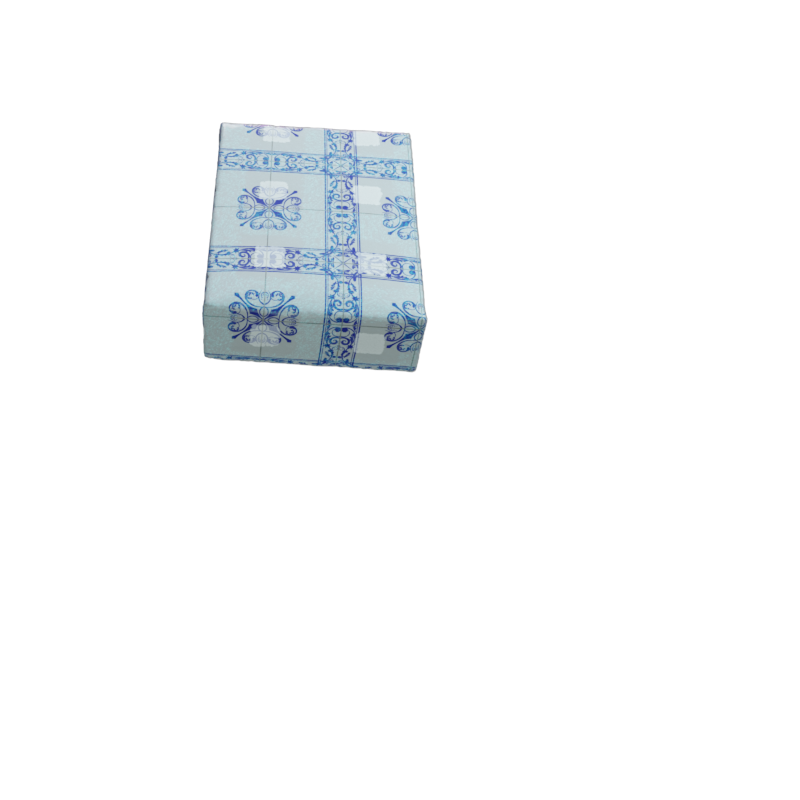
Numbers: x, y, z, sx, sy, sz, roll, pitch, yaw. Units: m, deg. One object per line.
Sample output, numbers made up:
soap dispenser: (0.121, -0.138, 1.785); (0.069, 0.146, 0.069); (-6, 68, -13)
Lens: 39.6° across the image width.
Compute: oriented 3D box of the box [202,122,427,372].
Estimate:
box: (-0.069, -0.127, 0.887); (0.163, 0.230, 0.067); (2, -42, -5)
